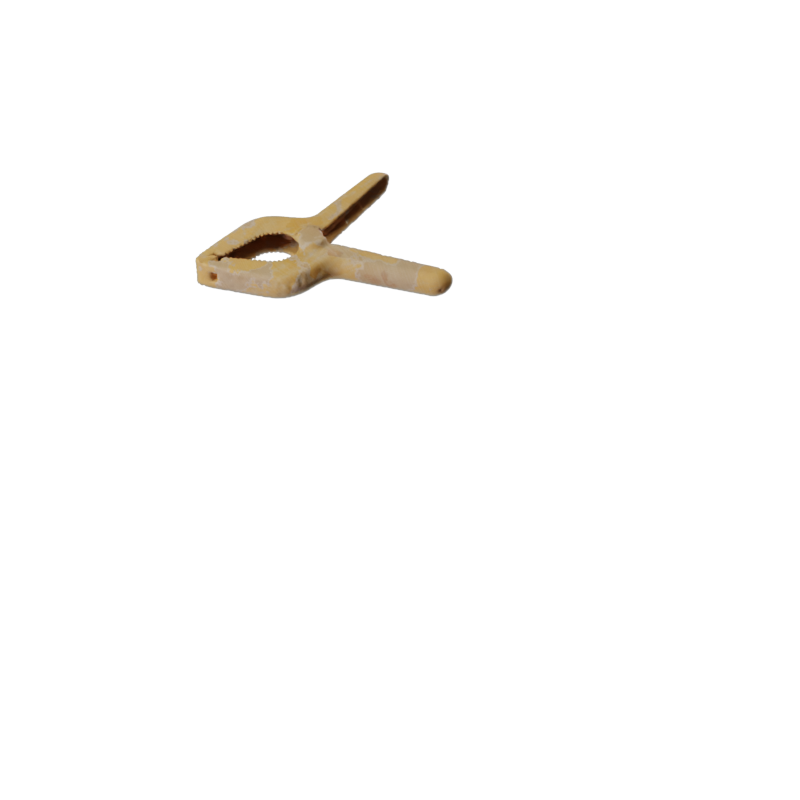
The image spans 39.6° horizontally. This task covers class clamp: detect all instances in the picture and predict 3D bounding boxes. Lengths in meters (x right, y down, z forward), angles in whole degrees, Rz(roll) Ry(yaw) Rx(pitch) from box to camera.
[{"bbox_3d":[-0.076,-0.139,0.973,0.208,0.034,0.178,-8,43,-9],"label":"clamp"}]
